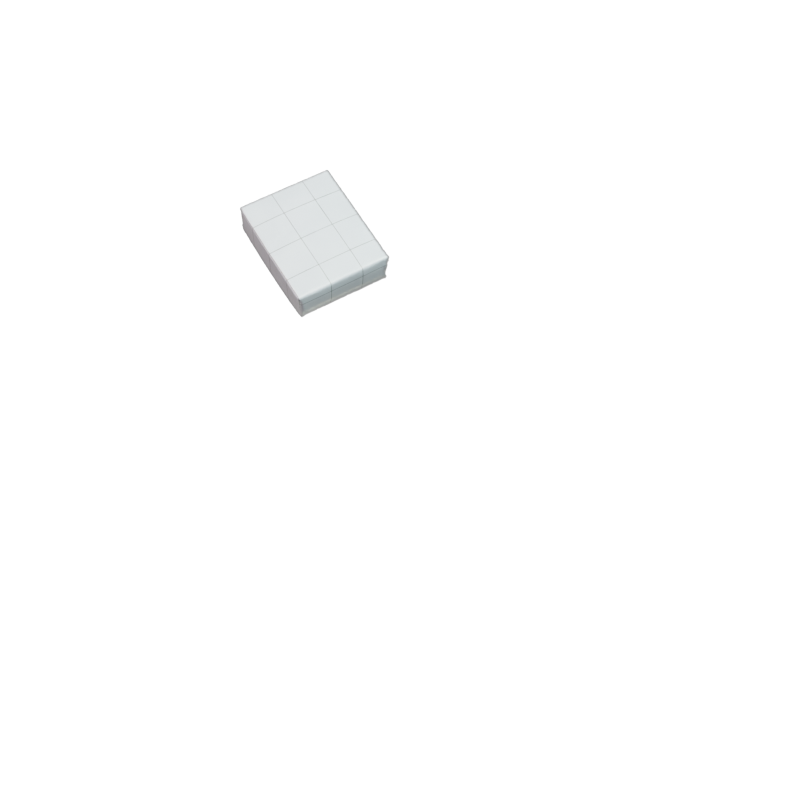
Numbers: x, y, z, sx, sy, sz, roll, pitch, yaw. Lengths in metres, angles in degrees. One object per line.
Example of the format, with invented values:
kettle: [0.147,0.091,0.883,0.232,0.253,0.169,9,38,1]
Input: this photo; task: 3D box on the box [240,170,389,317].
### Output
box: [-0.076,-0.139,0.975,0.090,0.121,0.036,-26,-27,-15]
